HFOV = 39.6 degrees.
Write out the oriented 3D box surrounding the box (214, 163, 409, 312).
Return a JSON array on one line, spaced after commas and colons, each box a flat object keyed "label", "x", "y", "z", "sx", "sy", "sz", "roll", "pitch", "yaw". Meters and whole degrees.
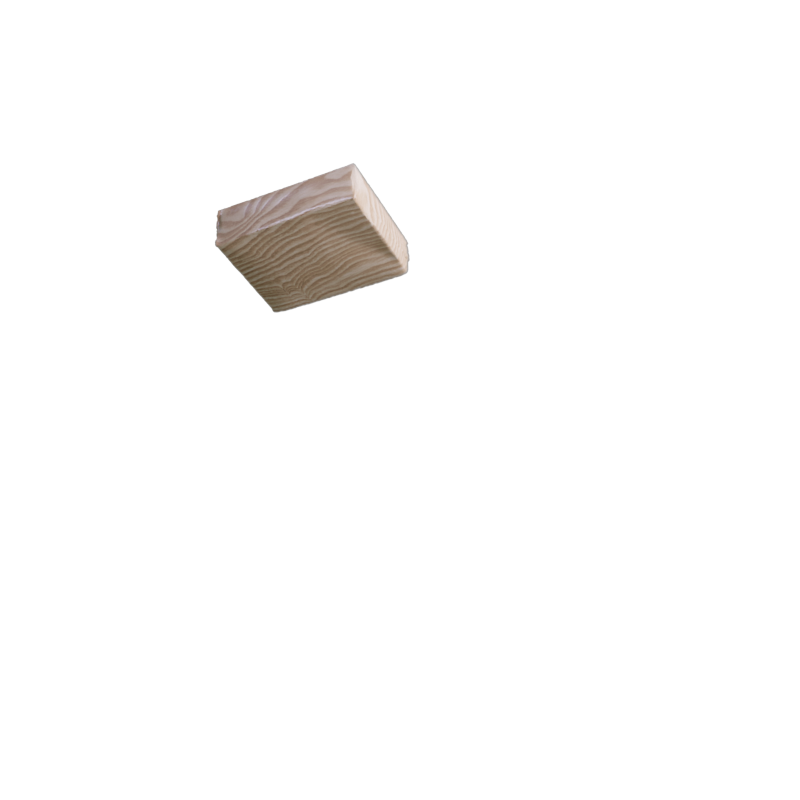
[{"label": "box", "x": -0.062, "y": -0.113, "z": 0.792, "sx": 0.114, "sy": 0.042, "sz": 0.083, "roll": -17, "pitch": -41, "yaw": 19}]
